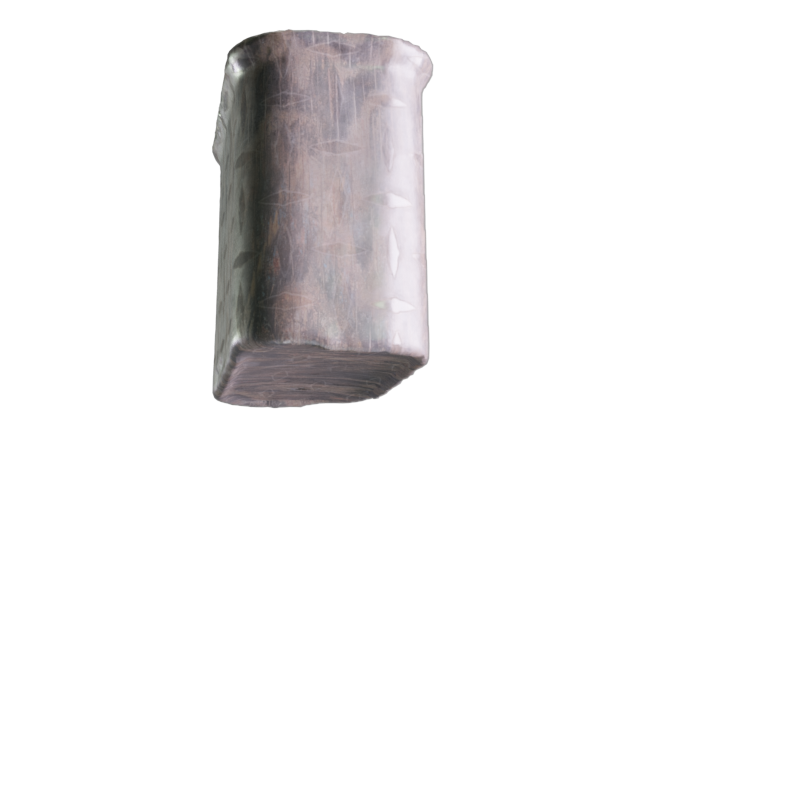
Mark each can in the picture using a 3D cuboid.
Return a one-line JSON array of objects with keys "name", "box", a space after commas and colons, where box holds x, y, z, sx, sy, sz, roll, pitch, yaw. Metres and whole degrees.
[{"name": "can", "box": [-0.025, -0.046, 0.323, 0.057, 0.087, 0.100, 2, -13, -12]}]
